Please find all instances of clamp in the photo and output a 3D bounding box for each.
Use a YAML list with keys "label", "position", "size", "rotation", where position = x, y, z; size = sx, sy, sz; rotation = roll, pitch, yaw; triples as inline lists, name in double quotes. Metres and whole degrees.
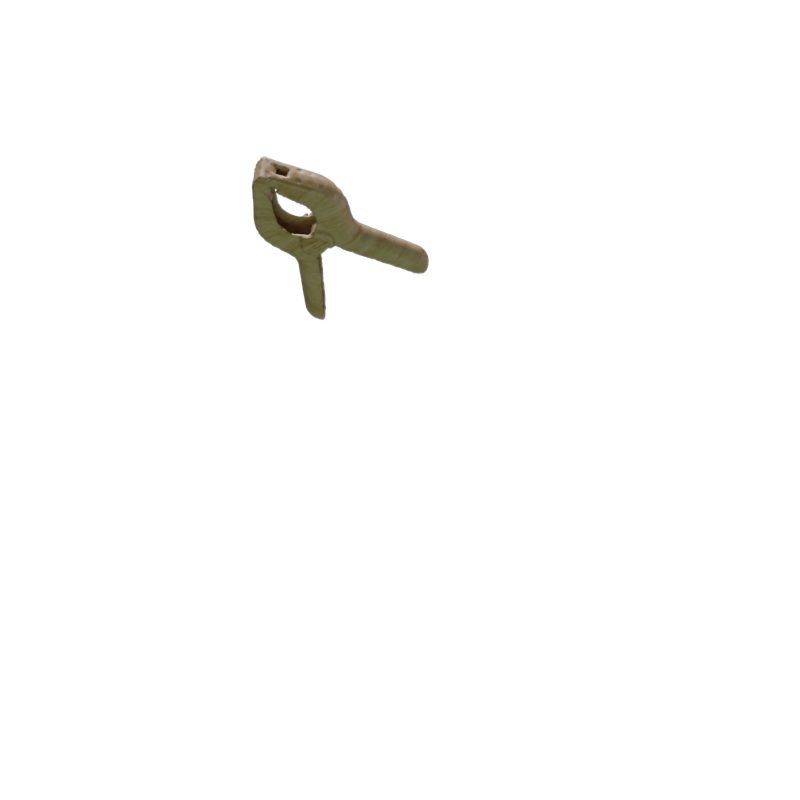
- label: "clamp"
  position: [-0.073, -0.132, 0.926]
  size: [0.119, 0.042, 0.161]
  rotation: [-37, -59, 26]
